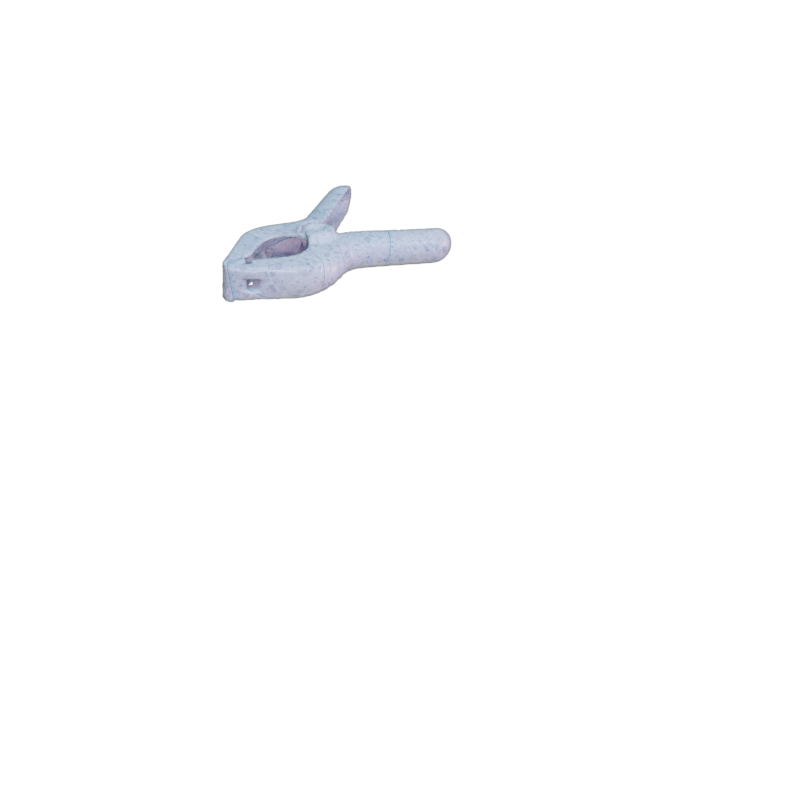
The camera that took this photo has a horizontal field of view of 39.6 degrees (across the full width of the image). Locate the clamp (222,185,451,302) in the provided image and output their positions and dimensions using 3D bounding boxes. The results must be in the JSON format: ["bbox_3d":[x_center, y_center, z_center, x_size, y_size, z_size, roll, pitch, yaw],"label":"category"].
[{"bbox_3d":[-0.063,-0.115,0.802,0.168,0.037,0.129,-17,31,-31],"label":"clamp"}]
